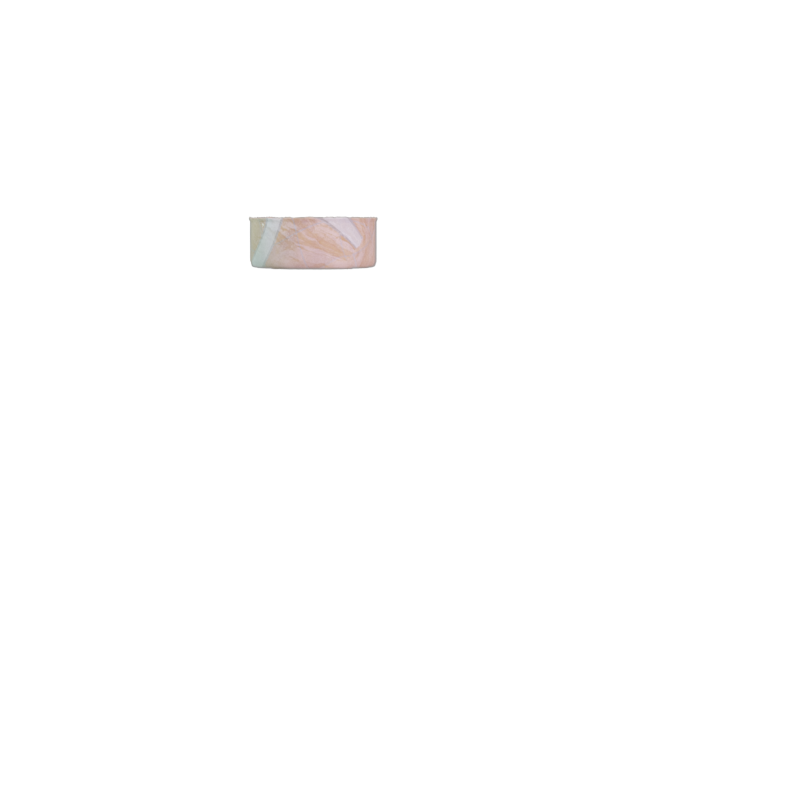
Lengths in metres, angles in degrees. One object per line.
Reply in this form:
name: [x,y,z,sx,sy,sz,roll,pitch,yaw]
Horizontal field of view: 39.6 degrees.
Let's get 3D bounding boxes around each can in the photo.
can: [-0.058,-0.105,0.738,0.086,0.033,0.087,0,8,-2]
